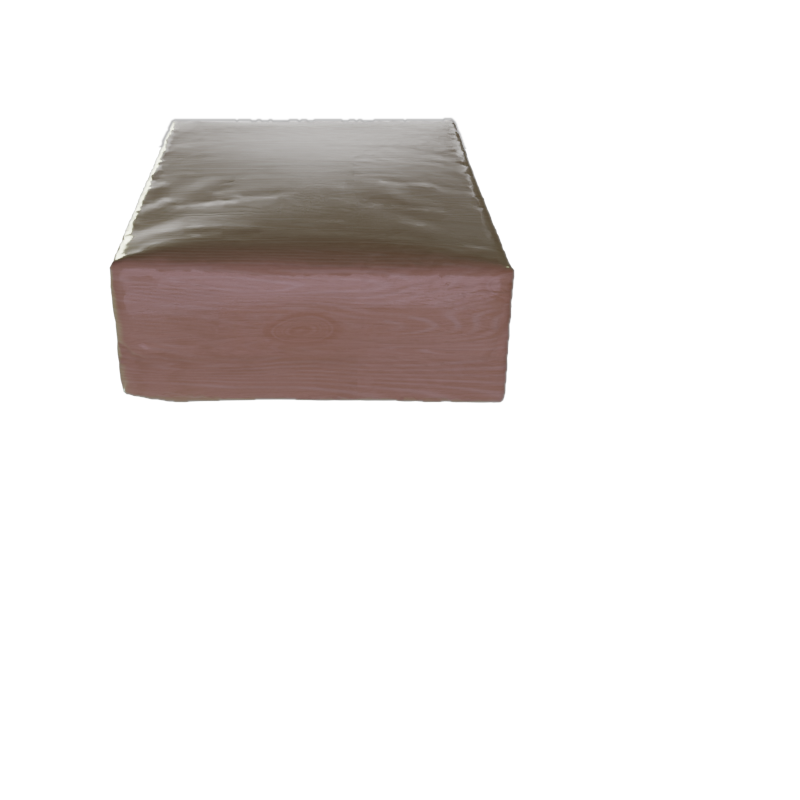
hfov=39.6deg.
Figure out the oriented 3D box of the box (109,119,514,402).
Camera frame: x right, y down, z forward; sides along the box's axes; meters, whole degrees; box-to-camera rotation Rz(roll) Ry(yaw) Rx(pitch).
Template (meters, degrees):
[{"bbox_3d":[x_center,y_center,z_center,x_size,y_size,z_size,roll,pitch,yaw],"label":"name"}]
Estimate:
[{"bbox_3d":[-0.043,-0.078,0.549,0.164,0.068,0.226,-1,28,-3],"label":"box"}]
